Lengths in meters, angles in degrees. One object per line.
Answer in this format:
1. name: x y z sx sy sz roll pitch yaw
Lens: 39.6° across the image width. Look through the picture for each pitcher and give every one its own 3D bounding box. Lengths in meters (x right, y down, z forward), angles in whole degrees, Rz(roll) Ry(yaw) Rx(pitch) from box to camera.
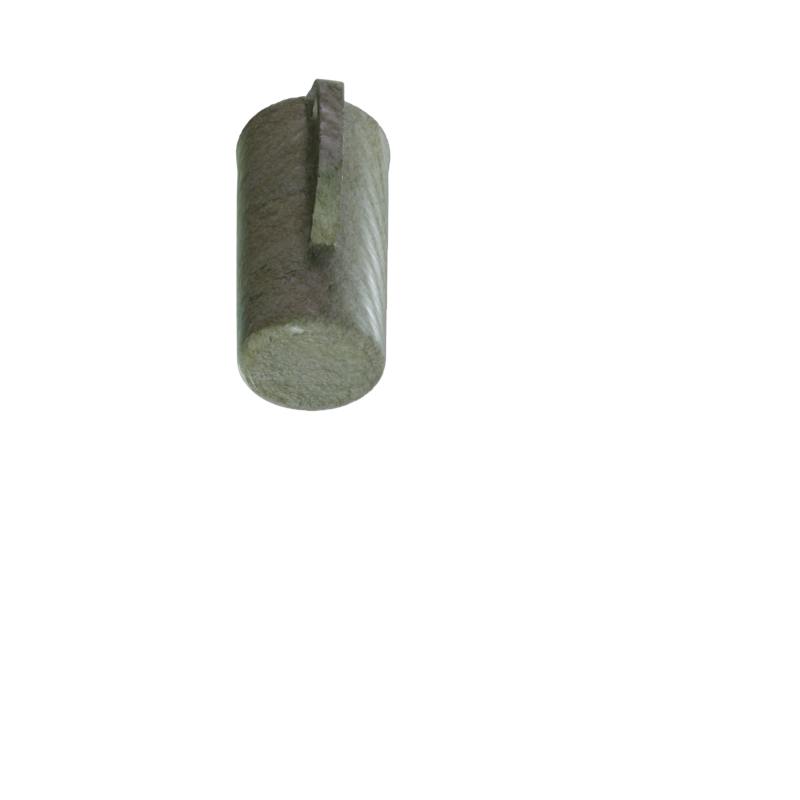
1. pitcher: -0.068 -0.124 0.869 0.145 0.261 0.138 -25 -45 24
